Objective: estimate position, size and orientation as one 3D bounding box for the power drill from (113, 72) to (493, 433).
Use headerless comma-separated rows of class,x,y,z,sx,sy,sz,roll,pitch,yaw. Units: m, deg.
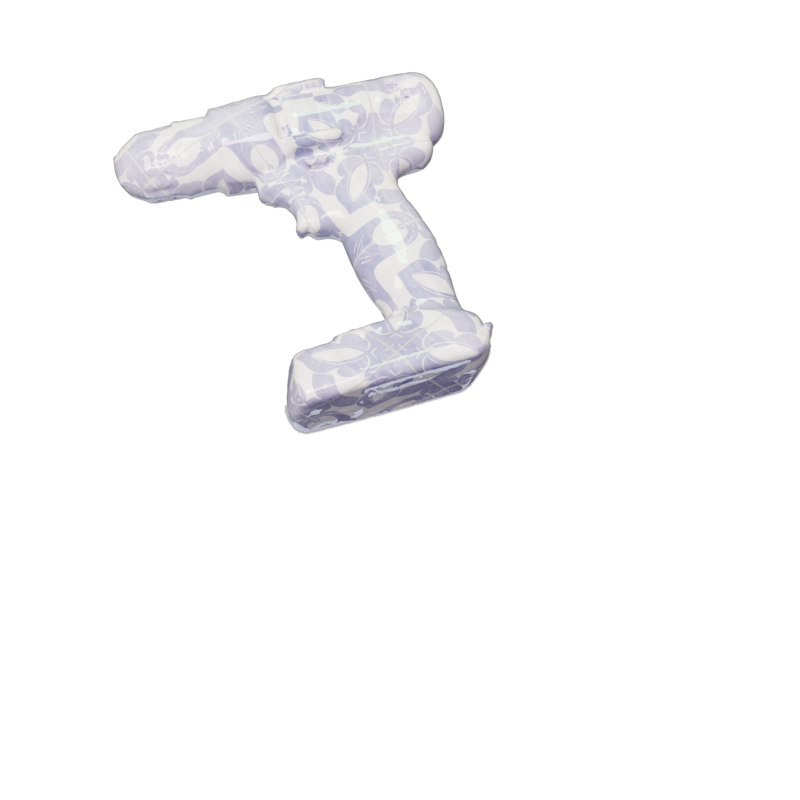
power drill,-0.045,-0.083,0.581,0.183,0.200,0.054,-15,-25,-7
